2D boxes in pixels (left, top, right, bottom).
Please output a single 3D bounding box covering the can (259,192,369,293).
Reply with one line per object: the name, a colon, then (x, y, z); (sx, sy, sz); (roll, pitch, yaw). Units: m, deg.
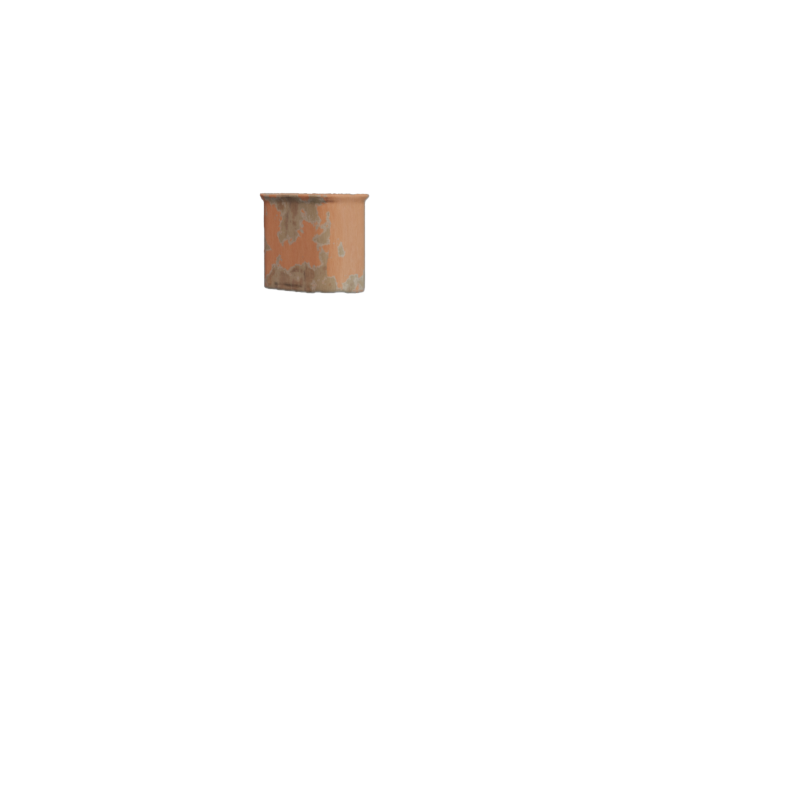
can: (-0.075, -0.137, 0.957); (0.055, 0.083, 0.107); (-5, 9, -43)
